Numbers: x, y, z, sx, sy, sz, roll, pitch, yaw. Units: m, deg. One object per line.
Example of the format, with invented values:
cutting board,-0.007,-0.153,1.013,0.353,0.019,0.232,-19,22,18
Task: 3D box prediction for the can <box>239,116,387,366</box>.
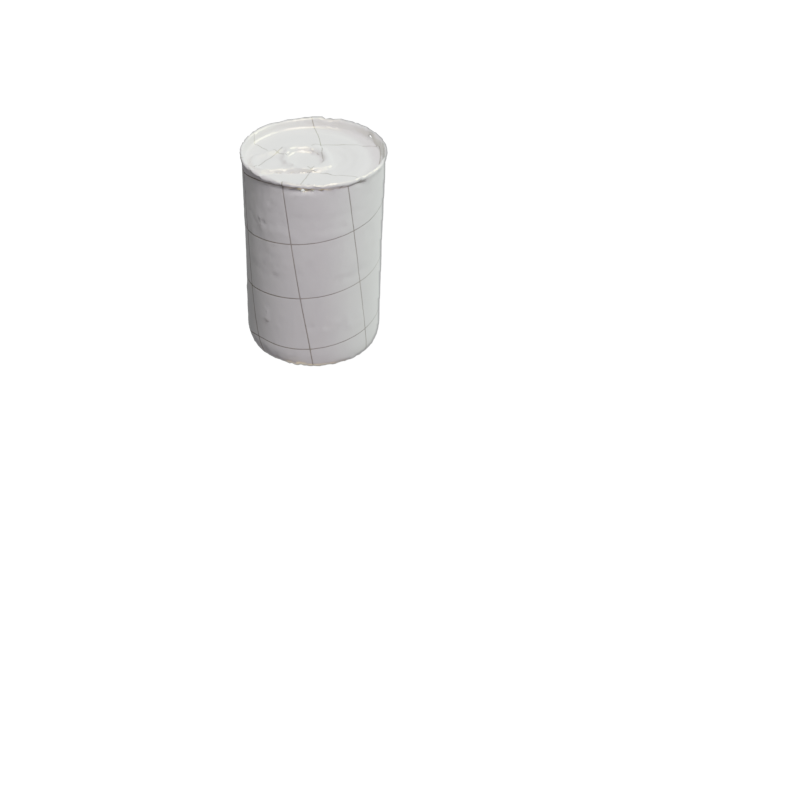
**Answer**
can,-0.042,-0.076,0.535,0.068,0.096,0.073,0,36,-3
